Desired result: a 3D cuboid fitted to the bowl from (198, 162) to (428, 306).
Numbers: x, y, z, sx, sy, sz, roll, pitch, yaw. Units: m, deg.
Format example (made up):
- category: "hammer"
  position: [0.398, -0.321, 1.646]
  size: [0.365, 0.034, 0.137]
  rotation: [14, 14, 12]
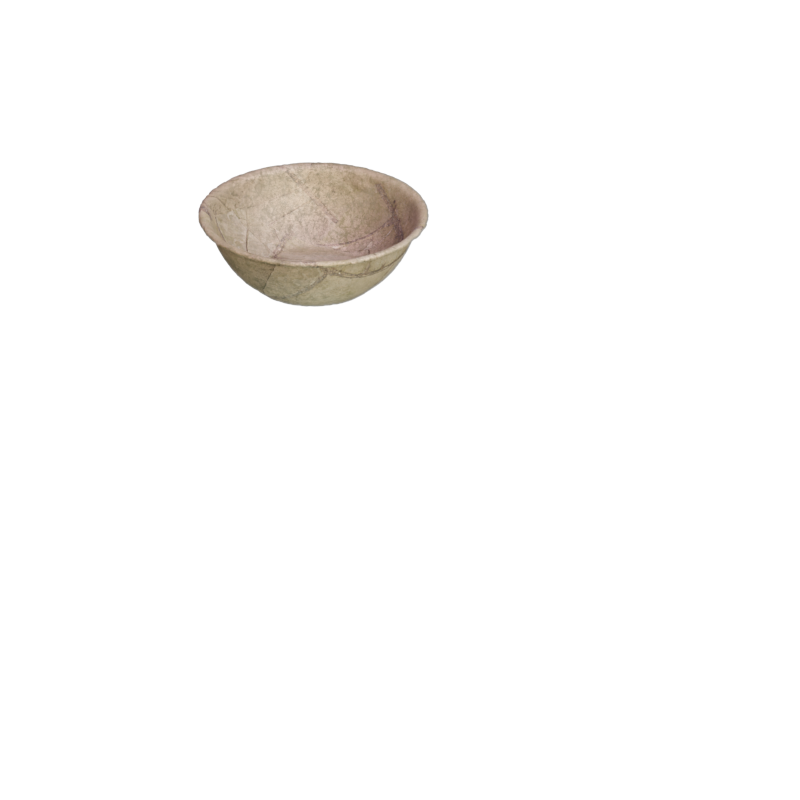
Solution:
- category: "bowl"
  position: [-0.062, -0.113, 0.791]
  size: [0.162, 0.052, 0.173]
  rotation: [-1, 33, -2]
